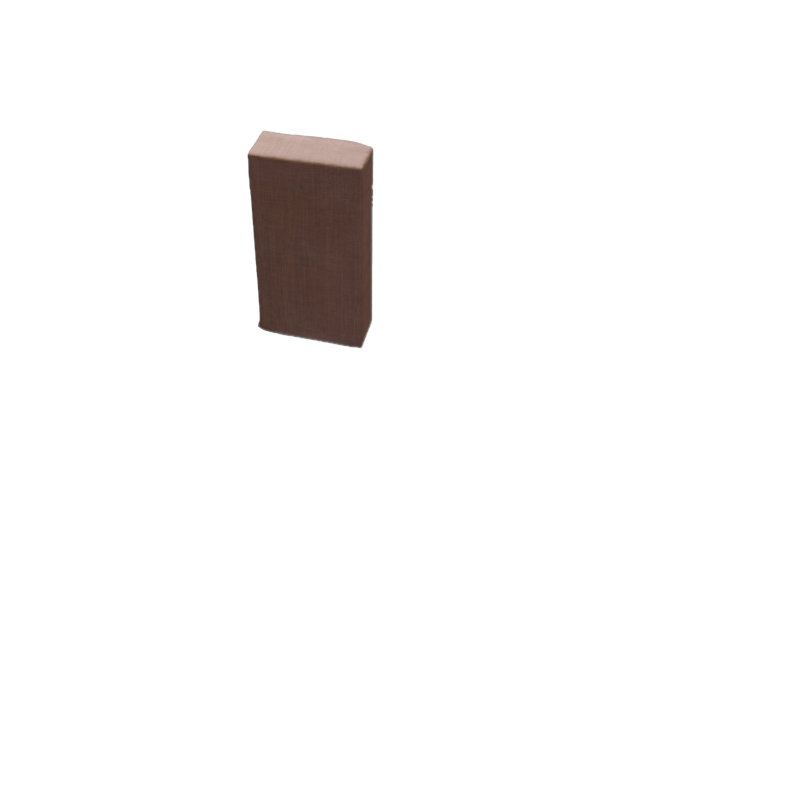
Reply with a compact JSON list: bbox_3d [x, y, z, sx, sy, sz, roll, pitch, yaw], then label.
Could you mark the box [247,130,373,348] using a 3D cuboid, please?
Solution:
[{"bbox_3d":[-0.070,-0.128,0.893,0.095,0.165,0.050,11,37,11],"label":"box"}]
